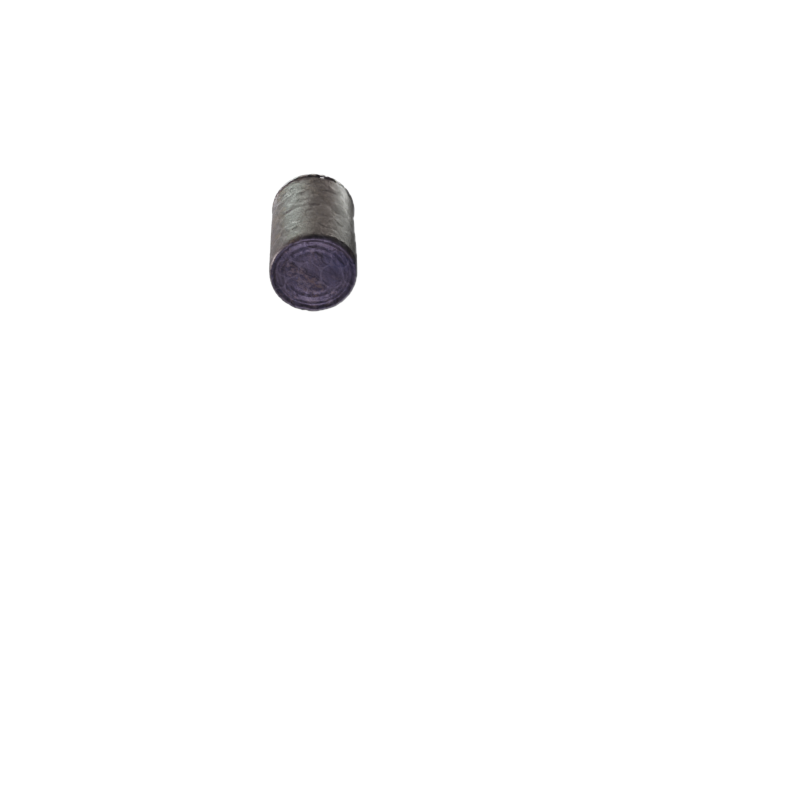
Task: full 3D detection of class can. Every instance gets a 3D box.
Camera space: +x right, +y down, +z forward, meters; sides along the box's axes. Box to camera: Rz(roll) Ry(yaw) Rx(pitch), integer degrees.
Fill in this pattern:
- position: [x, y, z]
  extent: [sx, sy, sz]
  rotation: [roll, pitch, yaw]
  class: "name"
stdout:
- position: [-0.068, -0.124, 0.867]
  extent: [0.068, 0.064, 0.109]
  rotation: [-1, 35, -3]
  class: "can"
